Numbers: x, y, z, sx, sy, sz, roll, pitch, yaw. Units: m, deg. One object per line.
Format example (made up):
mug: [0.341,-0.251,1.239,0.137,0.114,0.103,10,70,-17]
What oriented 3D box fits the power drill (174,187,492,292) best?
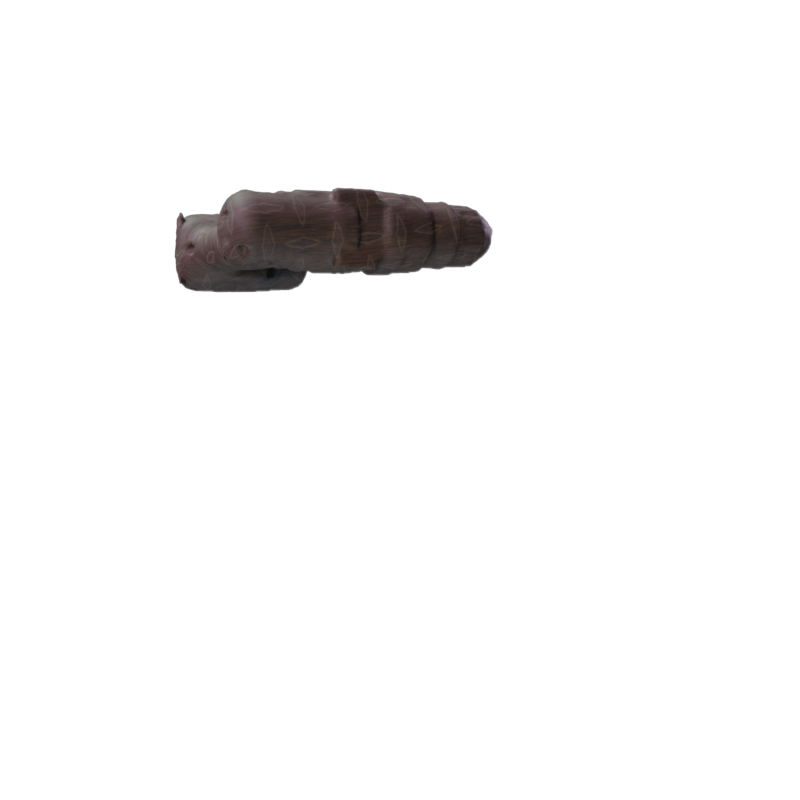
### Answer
power drill: [-0.058,-0.106,0.742,0.178,0.058,0.192,0,0,-29]
